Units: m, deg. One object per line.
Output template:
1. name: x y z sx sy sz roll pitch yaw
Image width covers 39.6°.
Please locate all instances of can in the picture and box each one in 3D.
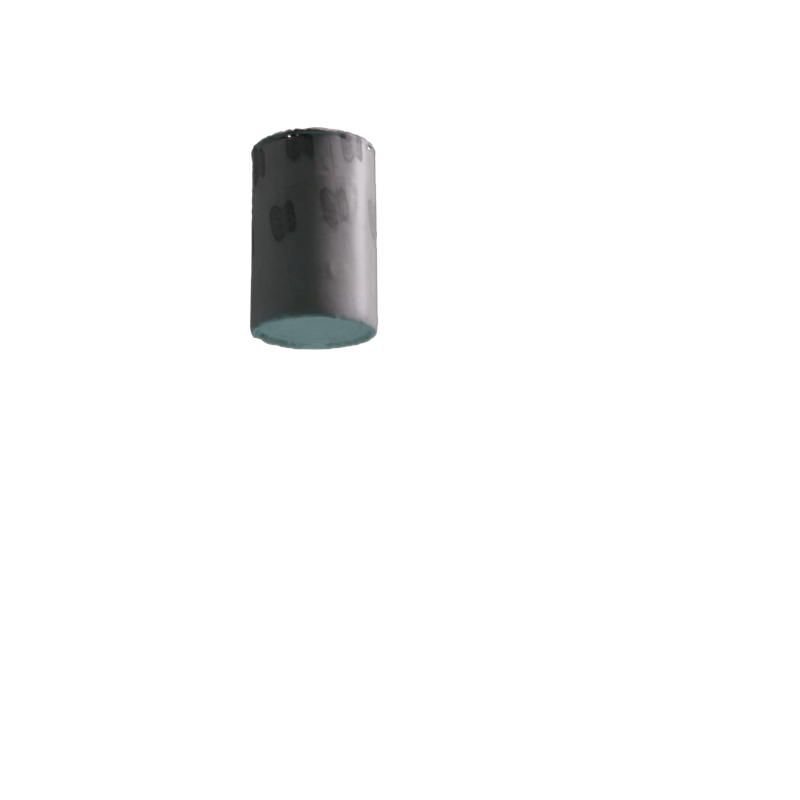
1. can: -0.046 -0.084 0.587 0.068 0.107 0.066 0 -17 -2
